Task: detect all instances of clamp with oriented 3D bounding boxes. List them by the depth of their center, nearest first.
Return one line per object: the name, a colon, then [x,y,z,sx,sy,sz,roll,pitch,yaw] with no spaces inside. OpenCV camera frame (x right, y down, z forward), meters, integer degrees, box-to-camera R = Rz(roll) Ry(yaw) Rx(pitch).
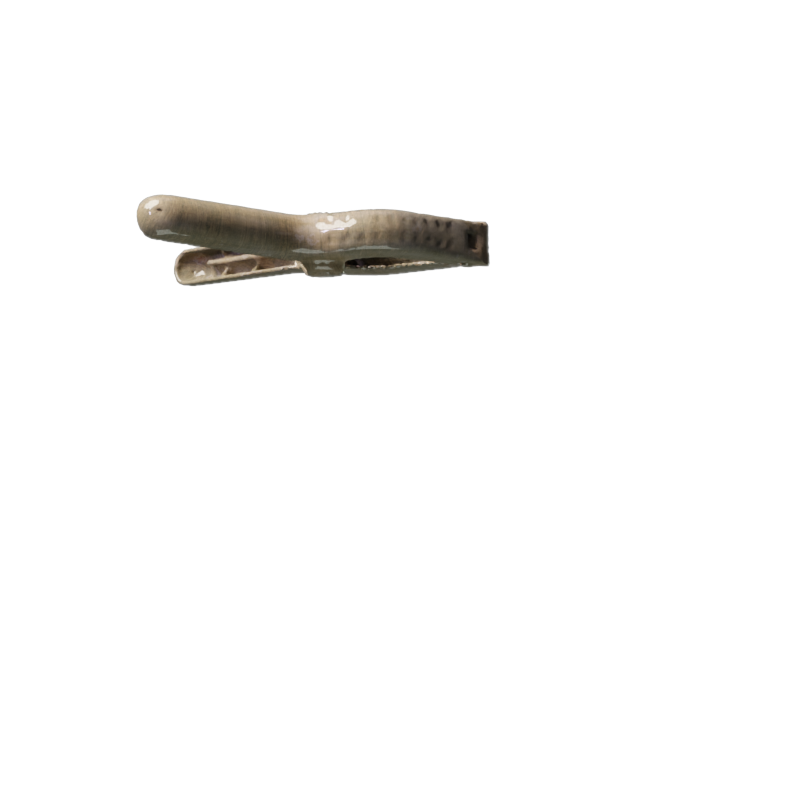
clamp: [-0.052,-0.095,0.668,0.212,0.037,0.160,0,-4,6]
